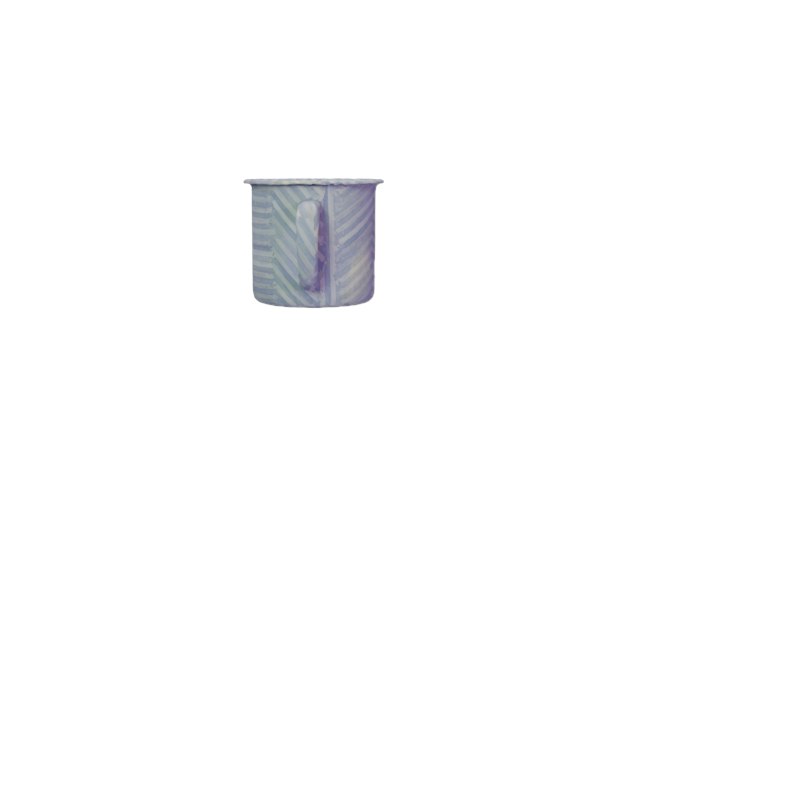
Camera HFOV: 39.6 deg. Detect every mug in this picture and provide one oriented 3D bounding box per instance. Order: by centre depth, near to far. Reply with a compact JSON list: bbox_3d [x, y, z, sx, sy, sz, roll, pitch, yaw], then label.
[{"bbox_3d":[-0.057,-0.104,0.726,0.093,0.080,0.119,0,10,-2],"label":"mug"}]
